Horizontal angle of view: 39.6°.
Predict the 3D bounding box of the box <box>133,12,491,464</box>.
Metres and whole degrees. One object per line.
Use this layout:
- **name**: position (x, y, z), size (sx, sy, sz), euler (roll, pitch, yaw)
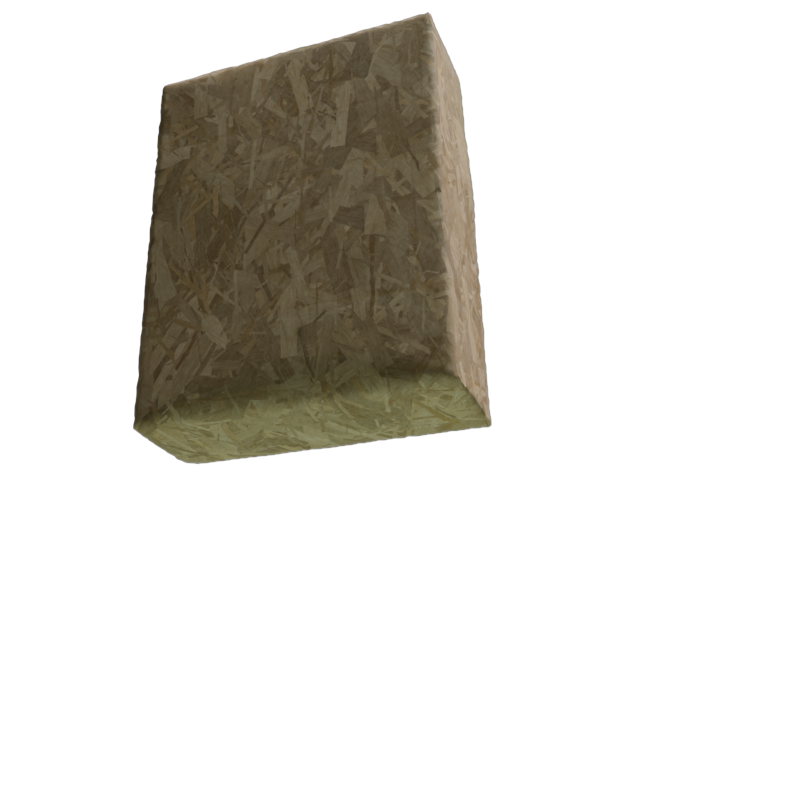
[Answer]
- **box**: position (-0.046, -0.083, 0.583), size (0.166, 0.227, 0.066), euler (-11, -30, 17)
